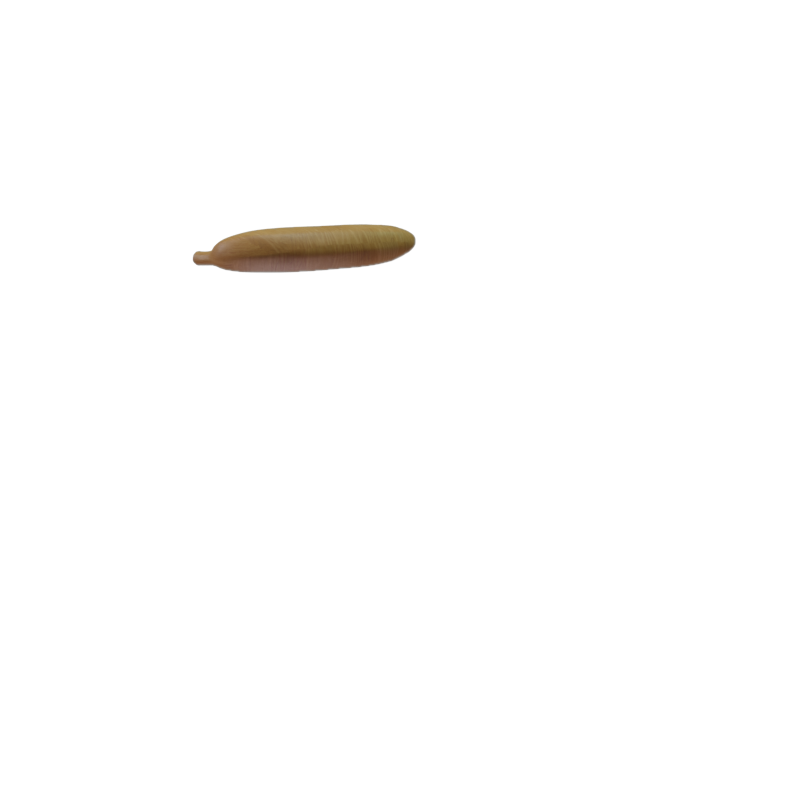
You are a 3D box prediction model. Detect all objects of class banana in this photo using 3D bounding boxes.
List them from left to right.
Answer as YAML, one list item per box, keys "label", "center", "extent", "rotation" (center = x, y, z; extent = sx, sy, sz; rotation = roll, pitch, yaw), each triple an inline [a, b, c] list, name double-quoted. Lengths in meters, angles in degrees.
- label: "banana"
  center: [-0.072, -0.130, 0.934]
  extent: [0.194, 0.036, 0.073]
  rotation: [-5, 17, -15]
